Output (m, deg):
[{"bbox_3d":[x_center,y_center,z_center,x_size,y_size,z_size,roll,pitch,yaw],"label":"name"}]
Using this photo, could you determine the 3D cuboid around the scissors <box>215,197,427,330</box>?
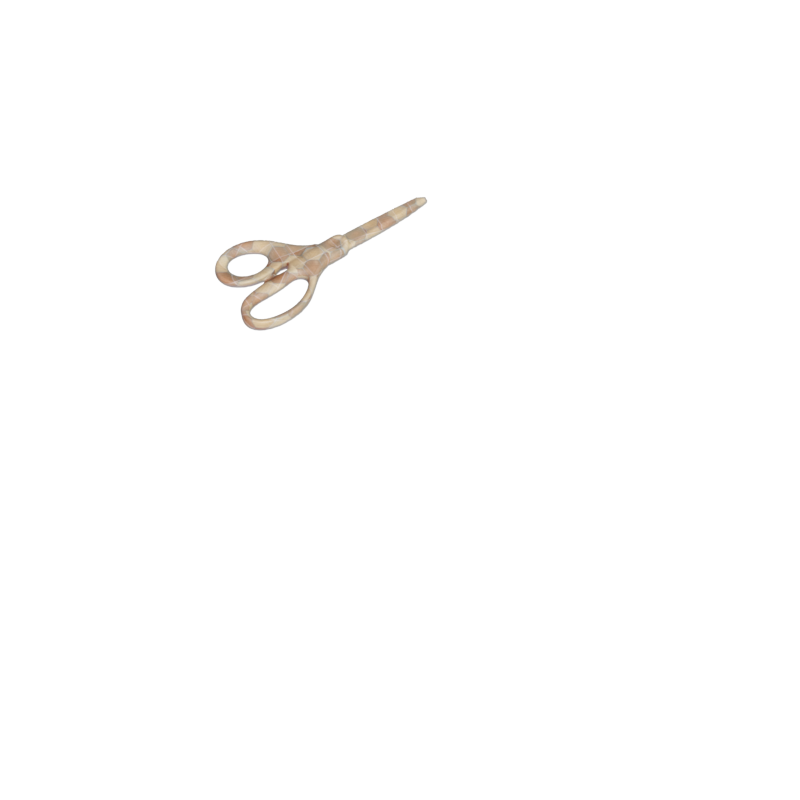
[{"bbox_3d":[-0.073,-0.134,0.936,0.101,0.206,0.015,29,-33,22],"label":"scissors"}]
